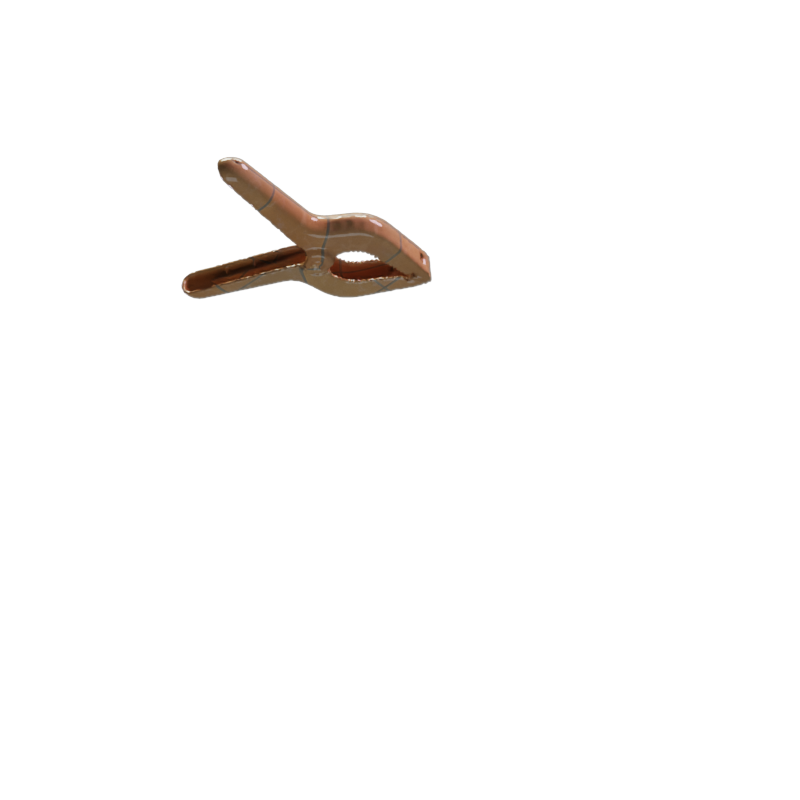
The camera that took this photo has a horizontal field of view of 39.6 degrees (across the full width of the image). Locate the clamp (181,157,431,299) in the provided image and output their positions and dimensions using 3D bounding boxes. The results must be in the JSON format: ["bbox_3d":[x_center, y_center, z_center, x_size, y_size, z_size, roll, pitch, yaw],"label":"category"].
[{"bbox_3d":[-0.072,-0.132,0.925,0.207,0.039,0.155,6,-36,-8],"label":"clamp"}]
